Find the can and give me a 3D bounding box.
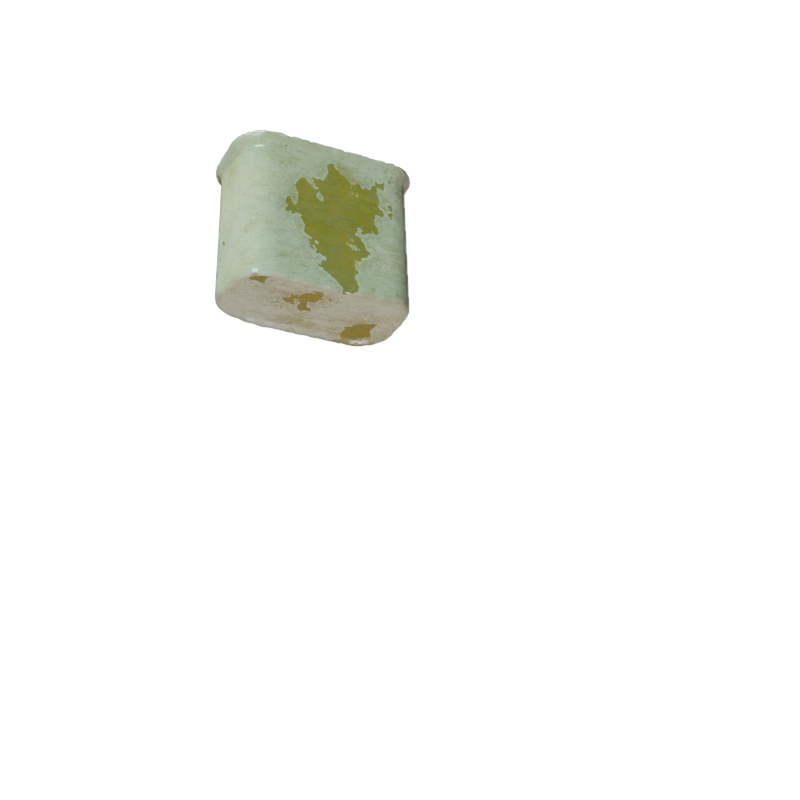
[{"bbox_3d":[-0.045,-0.082,0.574,0.098,0.089,0.056,12,-32,-22],"label":"can"}]
